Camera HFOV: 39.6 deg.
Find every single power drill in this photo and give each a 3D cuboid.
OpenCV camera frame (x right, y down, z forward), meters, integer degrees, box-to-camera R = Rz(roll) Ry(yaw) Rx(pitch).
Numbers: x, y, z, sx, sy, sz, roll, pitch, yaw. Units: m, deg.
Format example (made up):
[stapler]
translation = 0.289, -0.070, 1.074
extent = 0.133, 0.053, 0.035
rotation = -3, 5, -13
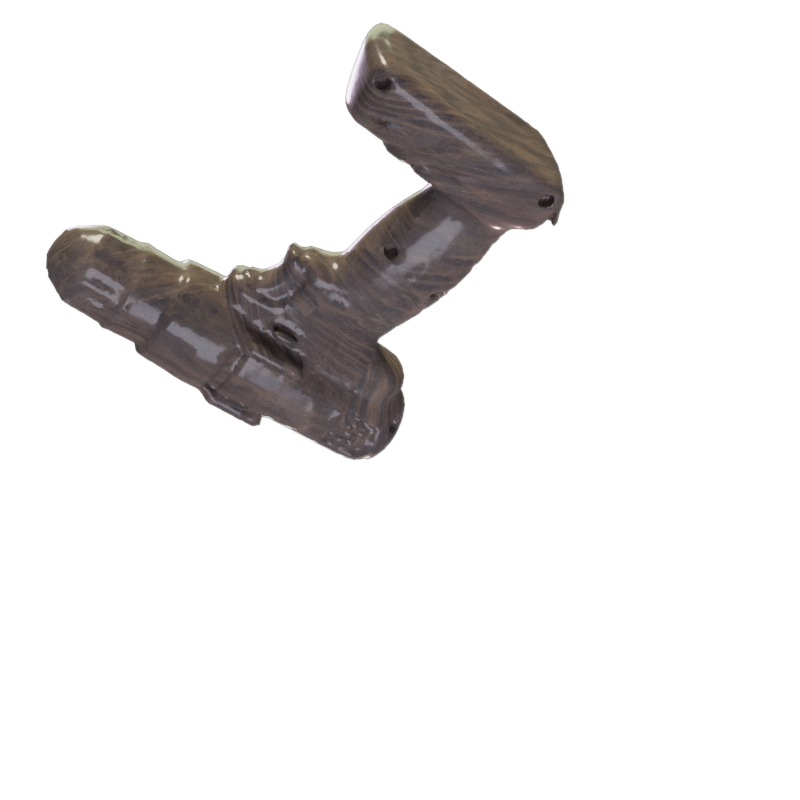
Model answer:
[power drill]
translation = -0.038, -0.069, 0.484
extent = 0.176, 0.183, 0.061
rotation = 30, 32, -22
